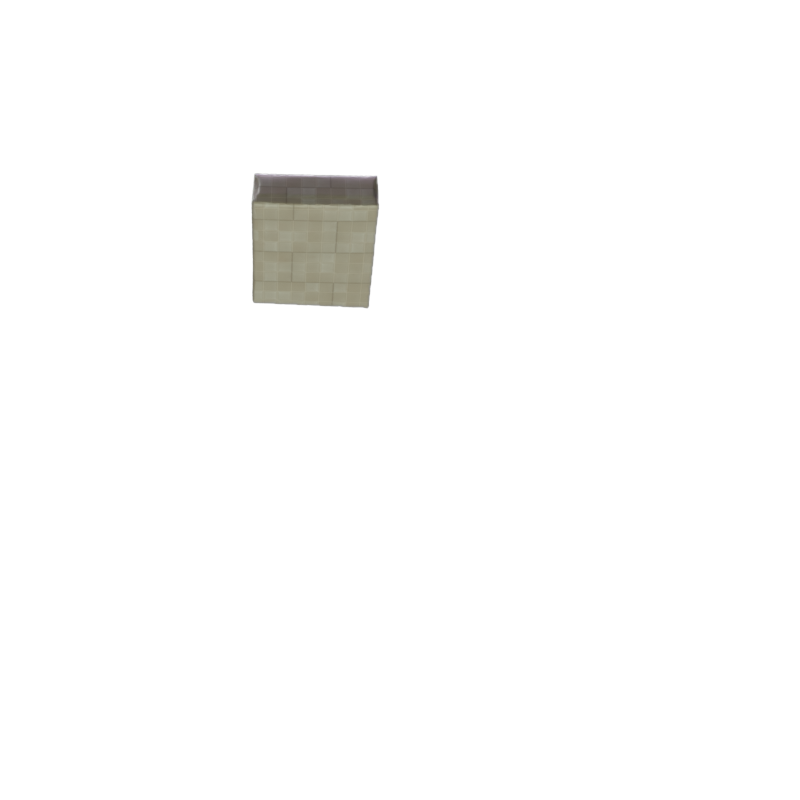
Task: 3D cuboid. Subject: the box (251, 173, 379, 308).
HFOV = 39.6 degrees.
[{"bbox_3d":[-0.052,-0.095,0.669,0.073,0.032,0.083,2,-41,-3],"label":"box"}]
